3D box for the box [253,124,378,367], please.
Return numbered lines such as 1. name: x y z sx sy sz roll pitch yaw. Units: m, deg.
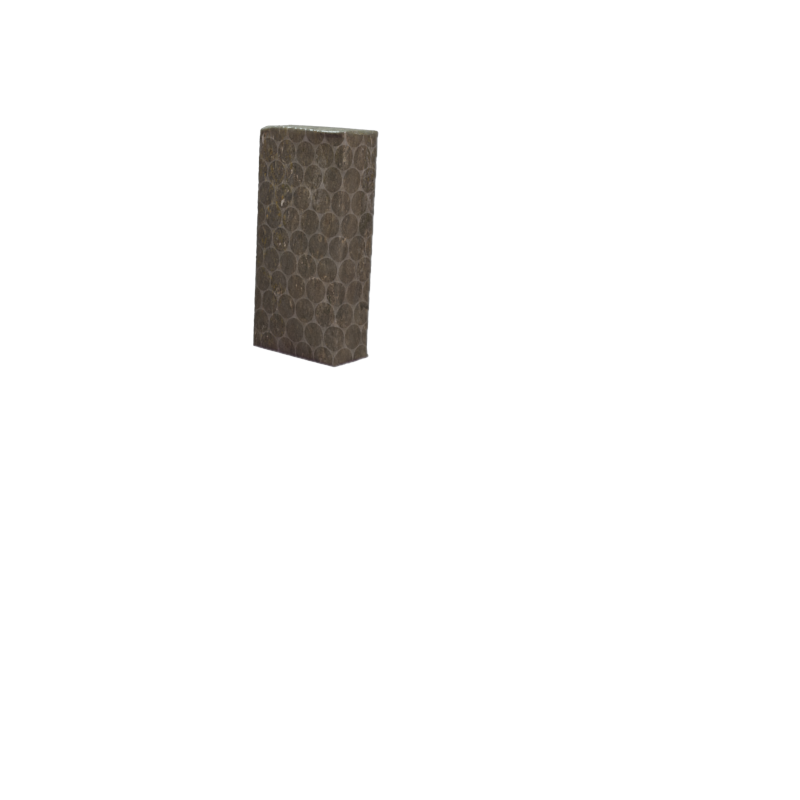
1. box: -0.067 -0.122 0.852 0.098 0.172 0.047 10 14 40
